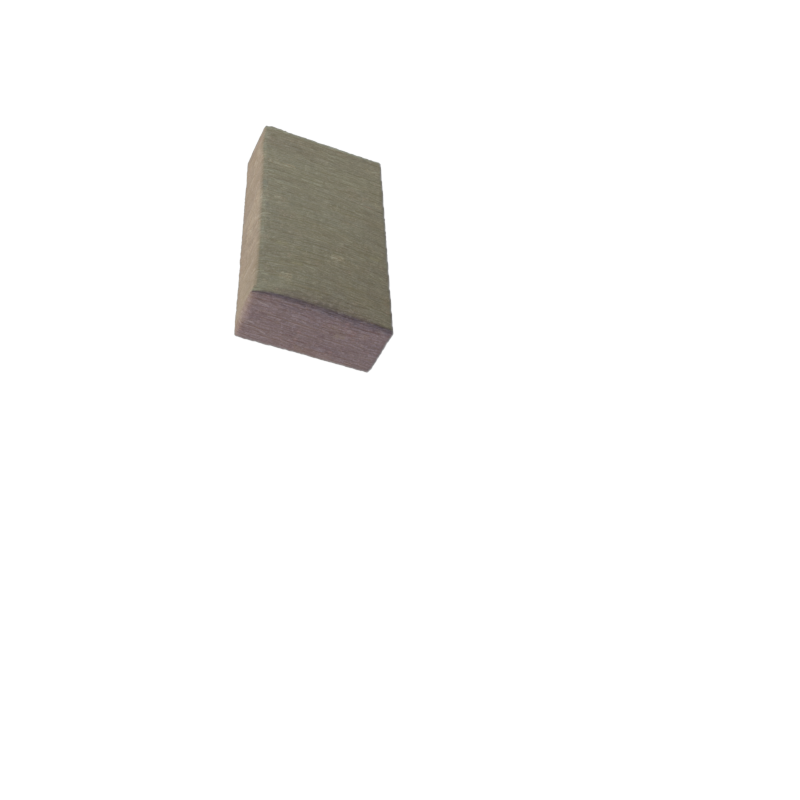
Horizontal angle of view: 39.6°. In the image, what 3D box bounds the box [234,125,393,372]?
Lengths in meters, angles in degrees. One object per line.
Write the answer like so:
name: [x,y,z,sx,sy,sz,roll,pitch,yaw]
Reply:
box: [-0.058,-0.105,0.738,0.091,0.046,0.189,15,39,-17]
